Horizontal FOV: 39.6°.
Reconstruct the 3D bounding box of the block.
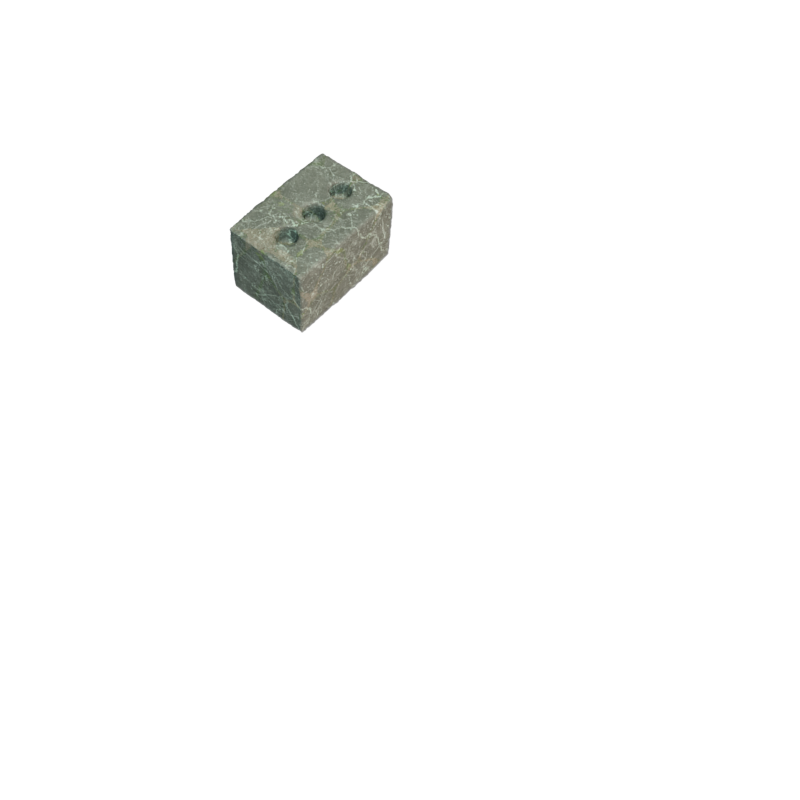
[{"bbox_3d":[-0.048,-0.087,0.611,0.055,0.079,0.048,33,-30,21],"label":"block"}]
